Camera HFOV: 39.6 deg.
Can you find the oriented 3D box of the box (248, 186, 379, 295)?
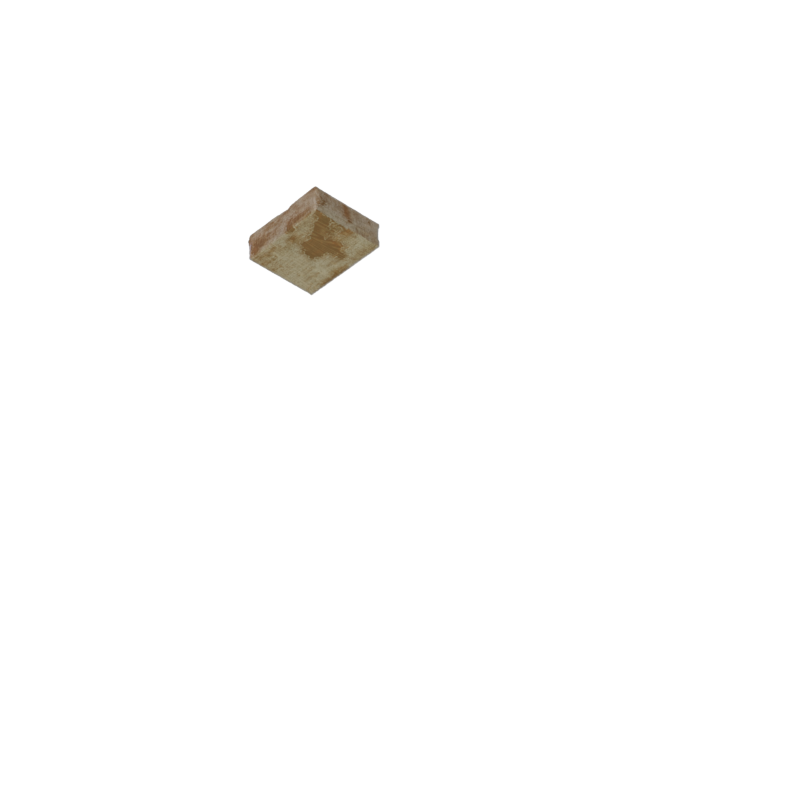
[{"bbox_3d":[-0.074,-0.134,0.937,0.069,0.032,0.089,29,-45,-34],"label":"box"}]
